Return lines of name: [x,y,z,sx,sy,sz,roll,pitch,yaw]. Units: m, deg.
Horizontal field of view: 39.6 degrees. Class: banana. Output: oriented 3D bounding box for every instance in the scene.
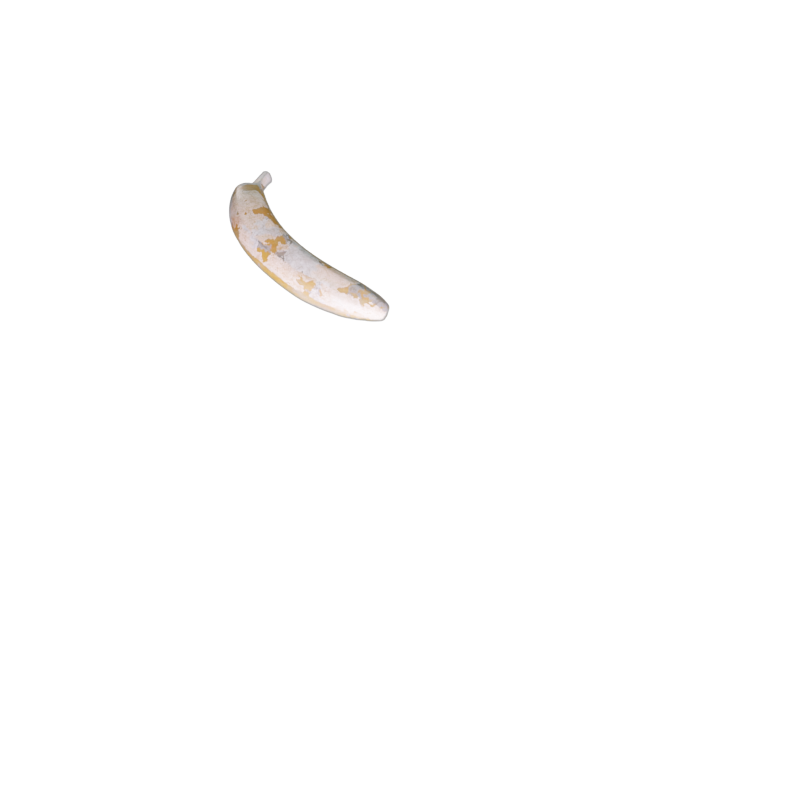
banana: [-0.090,-0.126,0.919,0.069,0.213,0.034,-26,-34,-20]
